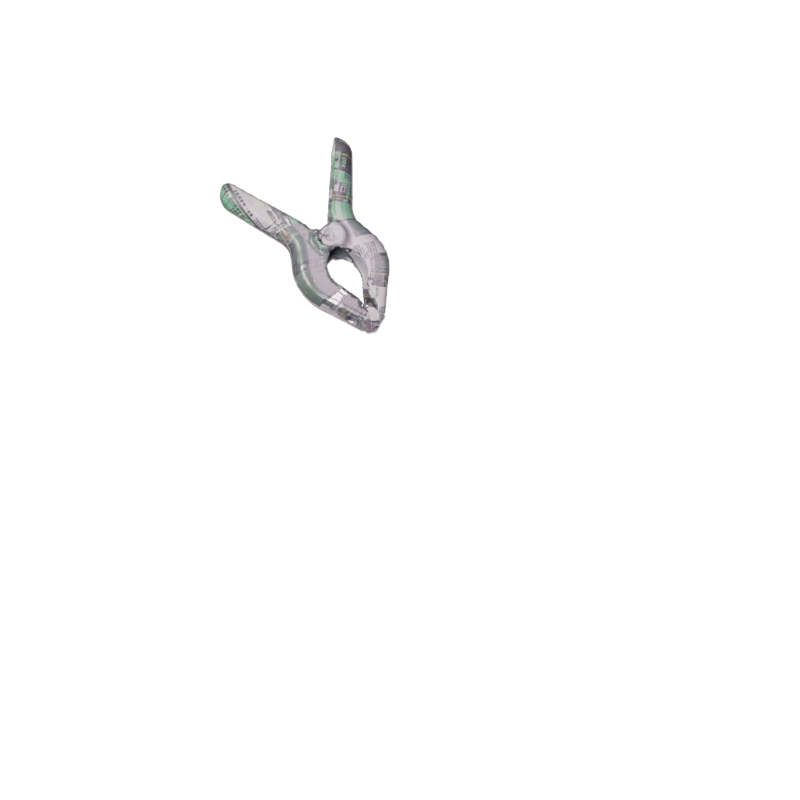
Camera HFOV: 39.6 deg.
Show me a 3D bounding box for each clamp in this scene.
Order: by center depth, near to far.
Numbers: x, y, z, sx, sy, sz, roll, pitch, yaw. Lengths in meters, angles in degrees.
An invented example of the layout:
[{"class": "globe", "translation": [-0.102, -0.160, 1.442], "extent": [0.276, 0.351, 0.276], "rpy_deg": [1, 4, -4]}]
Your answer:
[{"class": "clamp", "translation": [-0.071, -0.129, 0.906], "extent": [0.119, 0.182, 0.037], "rpy_deg": [-19, -23, -9]}]
